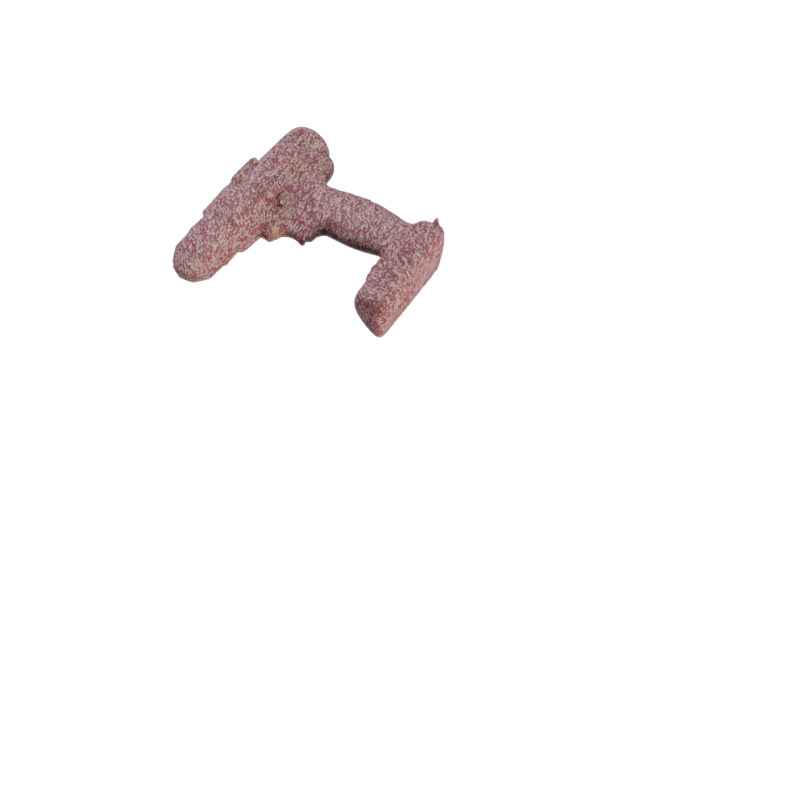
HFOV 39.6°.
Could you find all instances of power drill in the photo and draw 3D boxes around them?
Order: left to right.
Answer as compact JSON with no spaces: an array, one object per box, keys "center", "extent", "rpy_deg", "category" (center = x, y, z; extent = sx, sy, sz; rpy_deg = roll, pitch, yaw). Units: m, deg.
[{"center":[-0.073,-0.133,0.931],"extent":[0.196,0.188,0.054],"rpy_deg":[32,-26,18],"category":"power drill"}]
